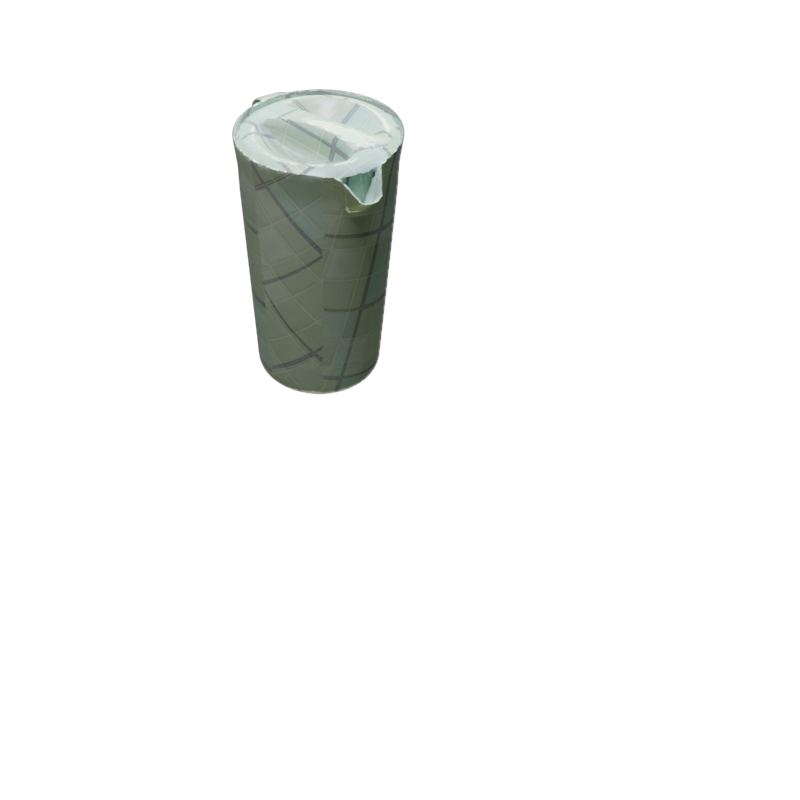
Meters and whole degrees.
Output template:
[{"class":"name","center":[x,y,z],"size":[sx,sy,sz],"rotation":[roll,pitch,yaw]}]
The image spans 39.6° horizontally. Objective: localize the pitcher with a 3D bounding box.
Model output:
[{"class":"pitcher","center":[-0.073,-0.133,0.929],"size":[0.148,0.227,0.157],"rotation":[10,40,9]}]
